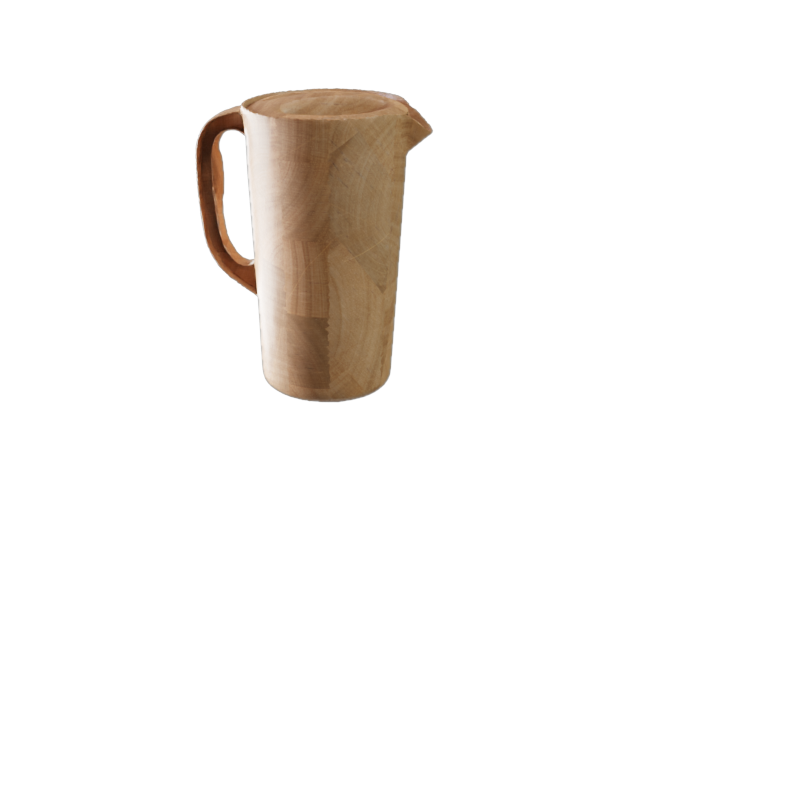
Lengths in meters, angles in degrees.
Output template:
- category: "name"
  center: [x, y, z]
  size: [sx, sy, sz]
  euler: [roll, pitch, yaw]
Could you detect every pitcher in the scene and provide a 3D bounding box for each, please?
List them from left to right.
- category: "pitcher"
  center: [-0.070, -0.128, 0.899]
  size: [0.142, 0.233, 0.159]
  euler: [-13, 24, -35]
